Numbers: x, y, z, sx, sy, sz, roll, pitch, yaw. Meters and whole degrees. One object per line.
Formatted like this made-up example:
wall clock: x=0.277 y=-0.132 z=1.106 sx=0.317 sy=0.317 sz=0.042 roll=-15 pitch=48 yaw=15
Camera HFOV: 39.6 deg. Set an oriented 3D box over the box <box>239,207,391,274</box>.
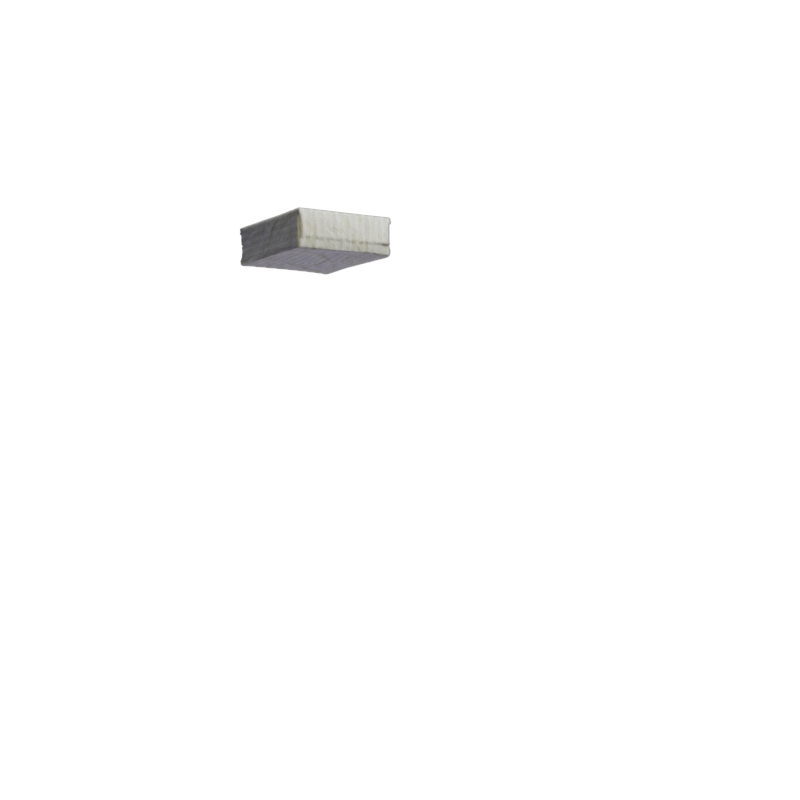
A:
box: x=-0.074 y=-0.136 z=0.953 sx=0.086 sy=0.040 sz=0.116 roll=3 pitch=-6 yaw=-32
